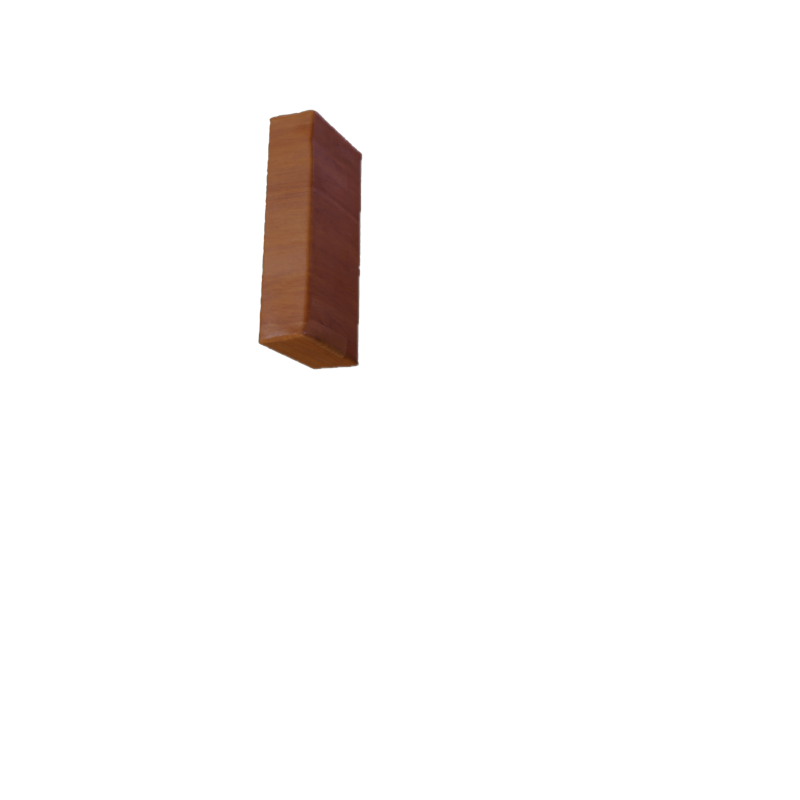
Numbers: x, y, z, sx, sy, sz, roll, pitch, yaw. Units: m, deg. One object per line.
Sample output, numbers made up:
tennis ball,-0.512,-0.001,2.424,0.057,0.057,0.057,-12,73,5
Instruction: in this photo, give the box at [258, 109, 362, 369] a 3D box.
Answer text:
box,-0.066,-0.119,0.838,0.049,0.184,0.087,-9,-20,22
